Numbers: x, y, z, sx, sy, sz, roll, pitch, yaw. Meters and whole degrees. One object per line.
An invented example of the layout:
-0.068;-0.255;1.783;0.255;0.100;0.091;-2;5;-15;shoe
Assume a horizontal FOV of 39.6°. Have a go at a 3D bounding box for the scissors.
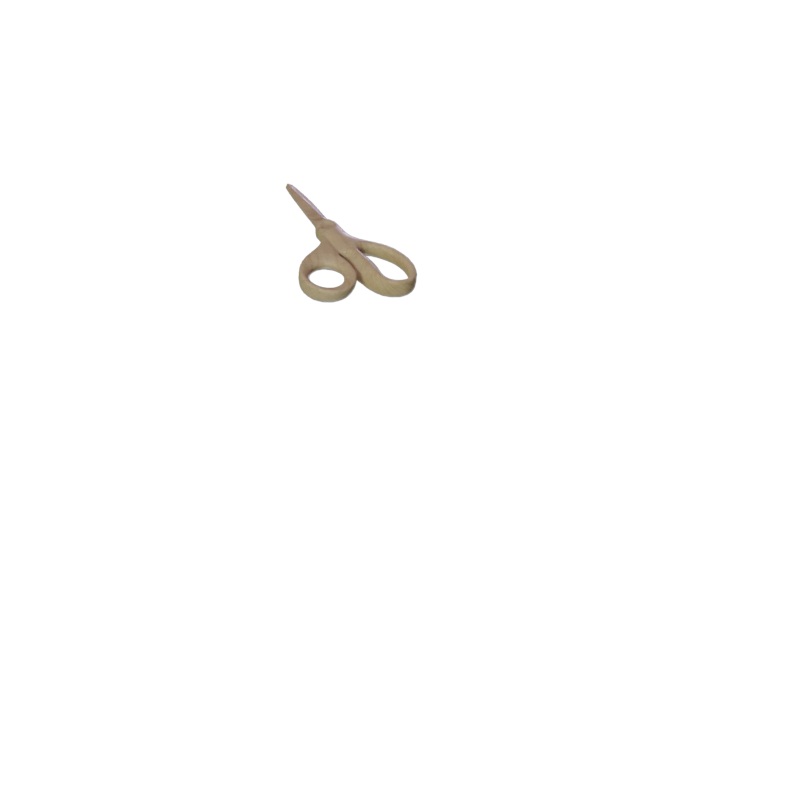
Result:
-0.069;-0.126;0.881;0.095;0.015;0.217;-22;39;-30;scissors
